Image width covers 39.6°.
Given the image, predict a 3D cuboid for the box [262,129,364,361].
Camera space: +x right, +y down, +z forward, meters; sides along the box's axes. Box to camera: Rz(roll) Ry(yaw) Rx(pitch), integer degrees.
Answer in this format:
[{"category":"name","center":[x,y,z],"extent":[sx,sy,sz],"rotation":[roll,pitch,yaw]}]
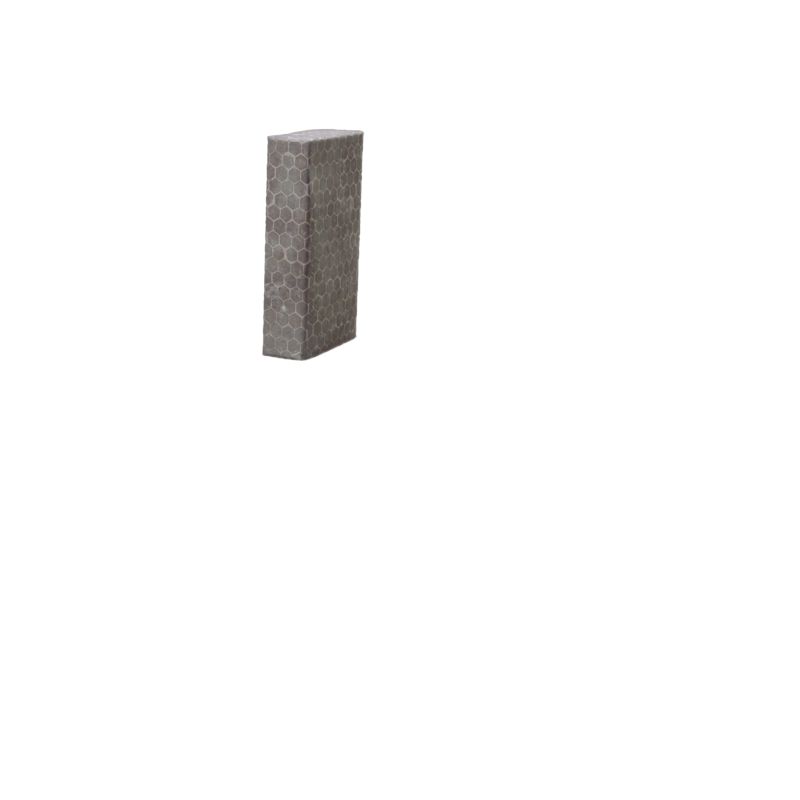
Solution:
[{"category":"box","center":[-0.070,-0.127,0.889],"extent":[0.050,0.172,0.092],"rotation":[6,12,26]}]
